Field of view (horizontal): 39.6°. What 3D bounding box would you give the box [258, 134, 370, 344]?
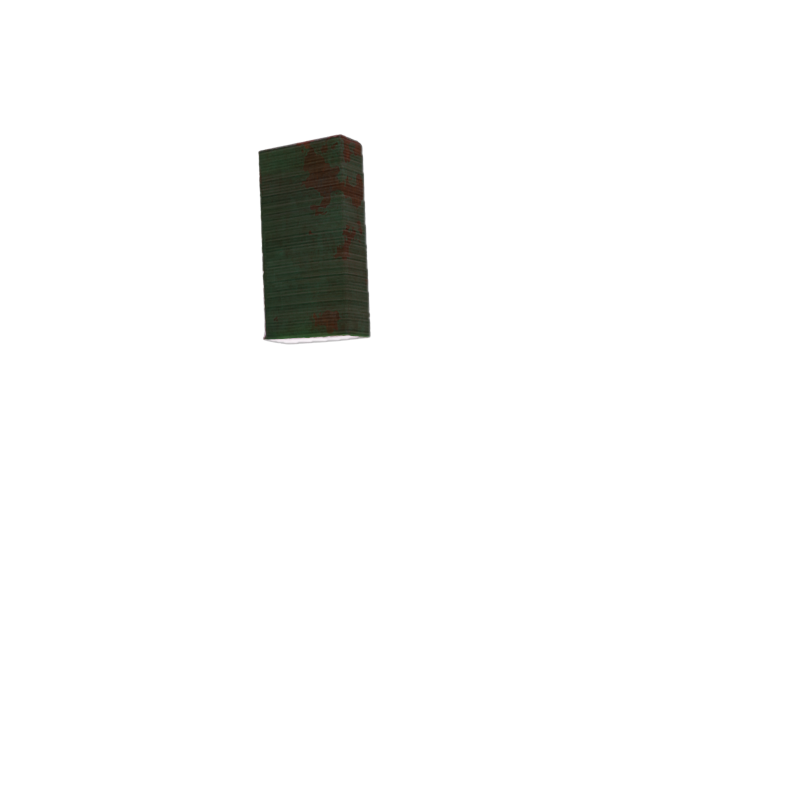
[{"bbox_3d":[-0.077,-0.141,0.986,0.096,0.181,0.045,-6,-12,31],"label":"box"}]
